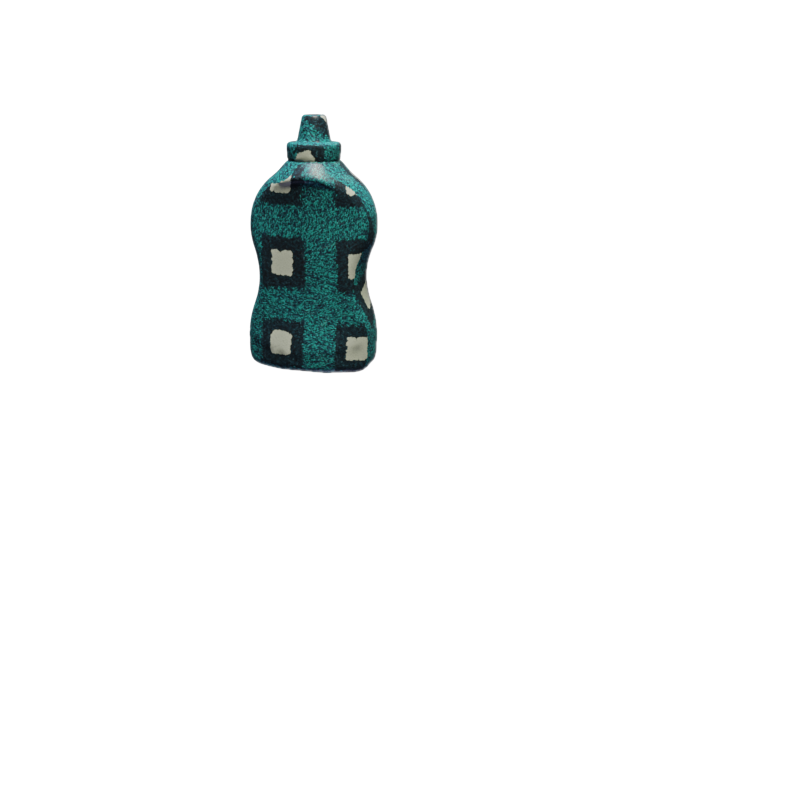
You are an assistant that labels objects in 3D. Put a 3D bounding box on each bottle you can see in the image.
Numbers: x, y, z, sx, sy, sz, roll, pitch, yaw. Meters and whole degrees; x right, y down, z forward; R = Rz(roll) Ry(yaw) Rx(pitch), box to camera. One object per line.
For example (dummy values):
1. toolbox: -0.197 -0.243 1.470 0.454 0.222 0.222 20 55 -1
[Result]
1. bottle: -0.066 -0.120 0.842 0.098 0.187 0.058 4 11 17
